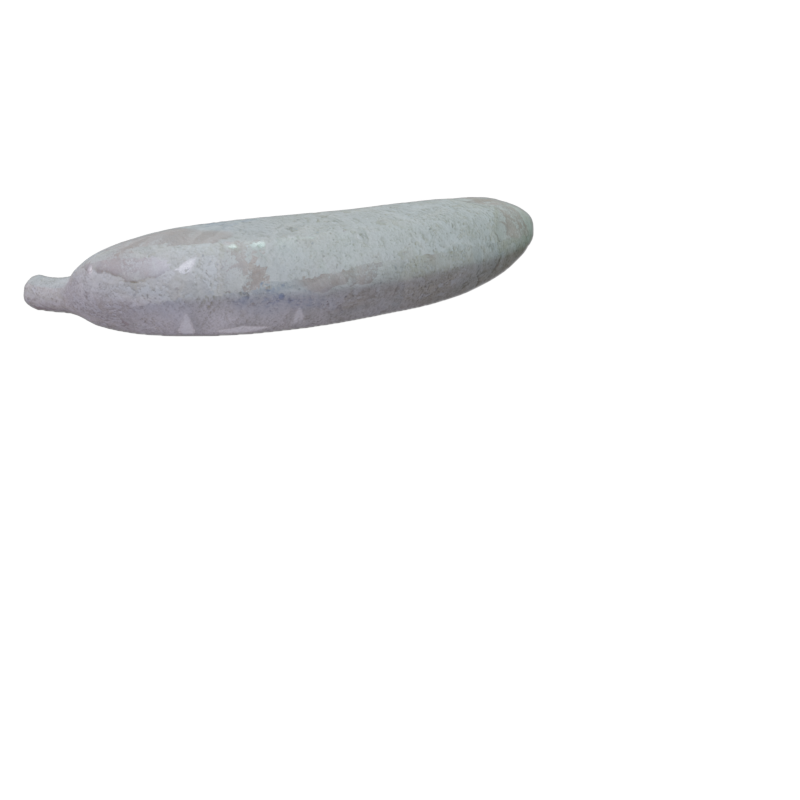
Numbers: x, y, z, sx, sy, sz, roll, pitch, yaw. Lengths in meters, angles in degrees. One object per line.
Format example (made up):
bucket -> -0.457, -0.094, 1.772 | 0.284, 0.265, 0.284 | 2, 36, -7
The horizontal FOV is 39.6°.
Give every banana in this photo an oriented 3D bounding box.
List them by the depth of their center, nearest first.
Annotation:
banana -> -0.028, -0.050, 0.387 | 0.194, 0.035, 0.074 | -9, 23, -20
